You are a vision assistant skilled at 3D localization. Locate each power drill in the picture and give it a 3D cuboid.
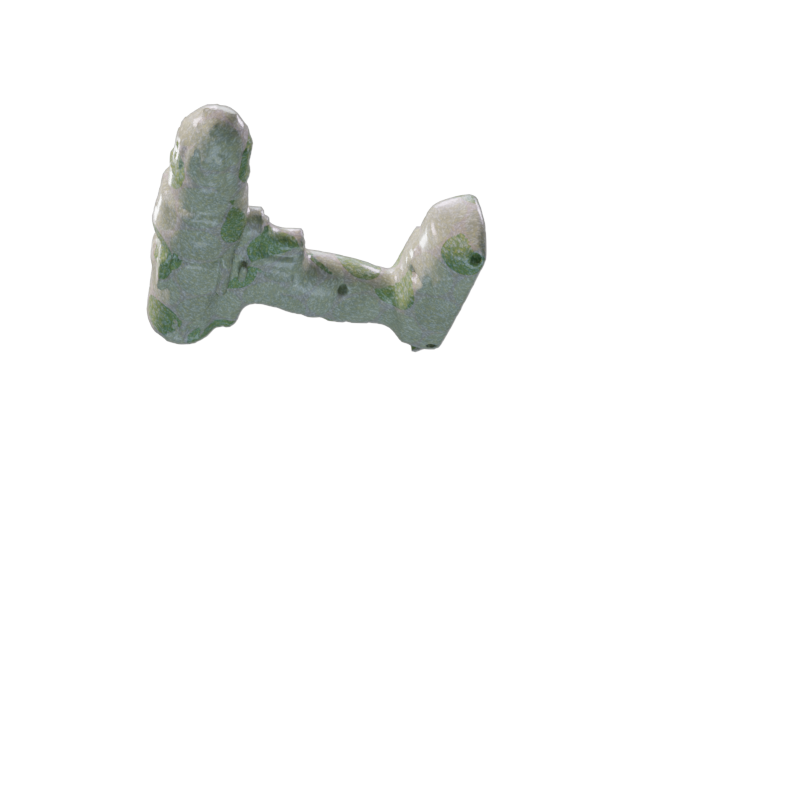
[{"bbox_3d":[-0.050,-0.092,0.643,0.184,0.061,0.175,7,-34,-11],"label":"power drill"}]
